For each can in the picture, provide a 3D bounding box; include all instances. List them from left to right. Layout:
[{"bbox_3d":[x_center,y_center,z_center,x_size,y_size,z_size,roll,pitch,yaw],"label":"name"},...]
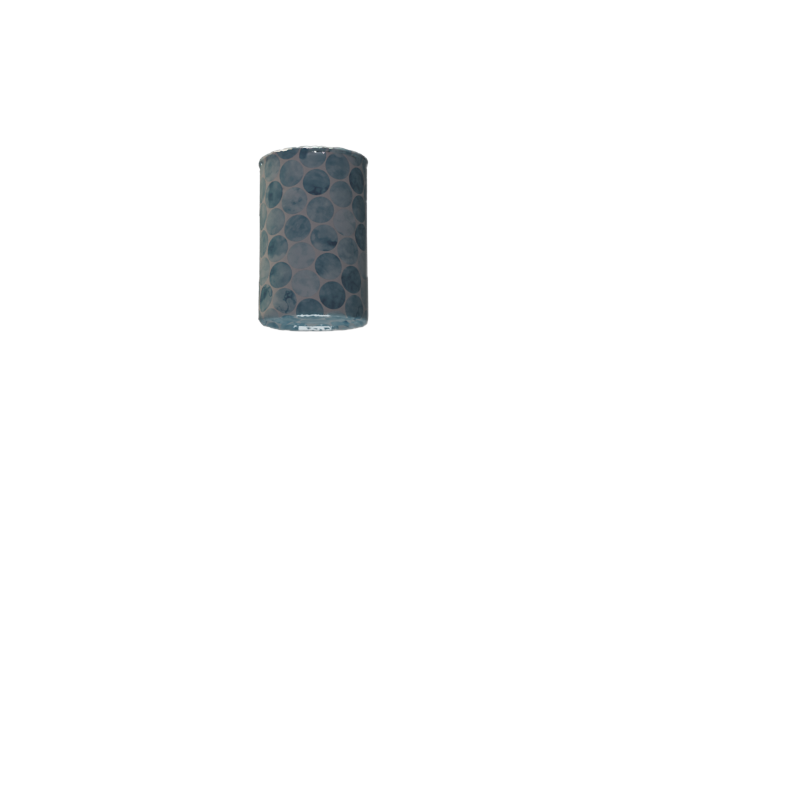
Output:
[{"bbox_3d":[-0.053,-0.097,0.677,0.068,0.105,0.067,0,-10,-2],"label":"can"}]
